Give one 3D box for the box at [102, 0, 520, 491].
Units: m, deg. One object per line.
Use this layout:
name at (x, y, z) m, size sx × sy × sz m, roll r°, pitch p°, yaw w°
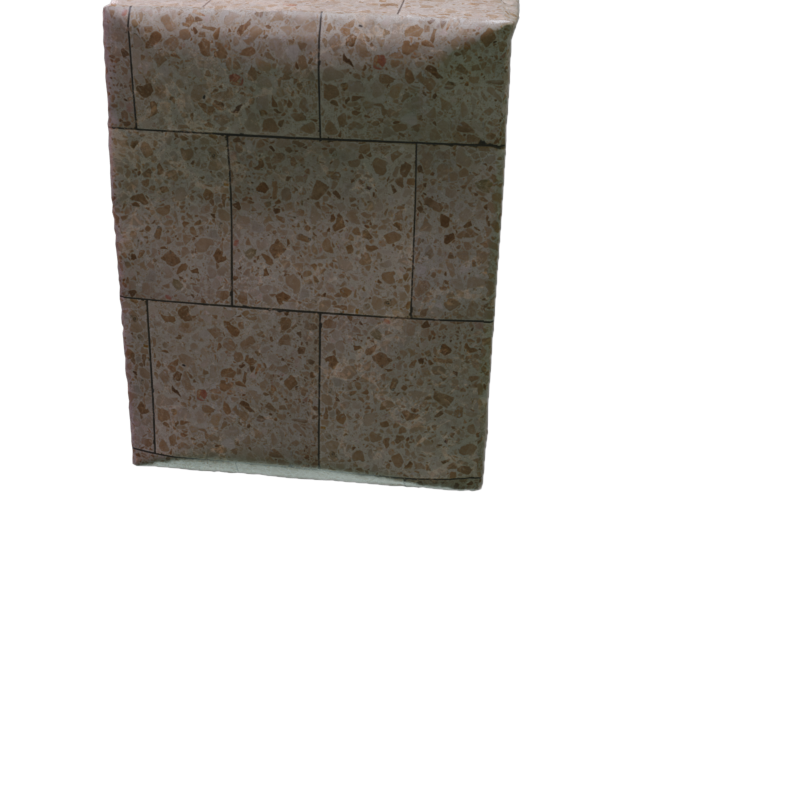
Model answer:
box at (-0.038, -0.069, 0.486) m, size 0.166 × 0.203 × 0.075 m, roll 5°, pitch 25°, yaw 7°
